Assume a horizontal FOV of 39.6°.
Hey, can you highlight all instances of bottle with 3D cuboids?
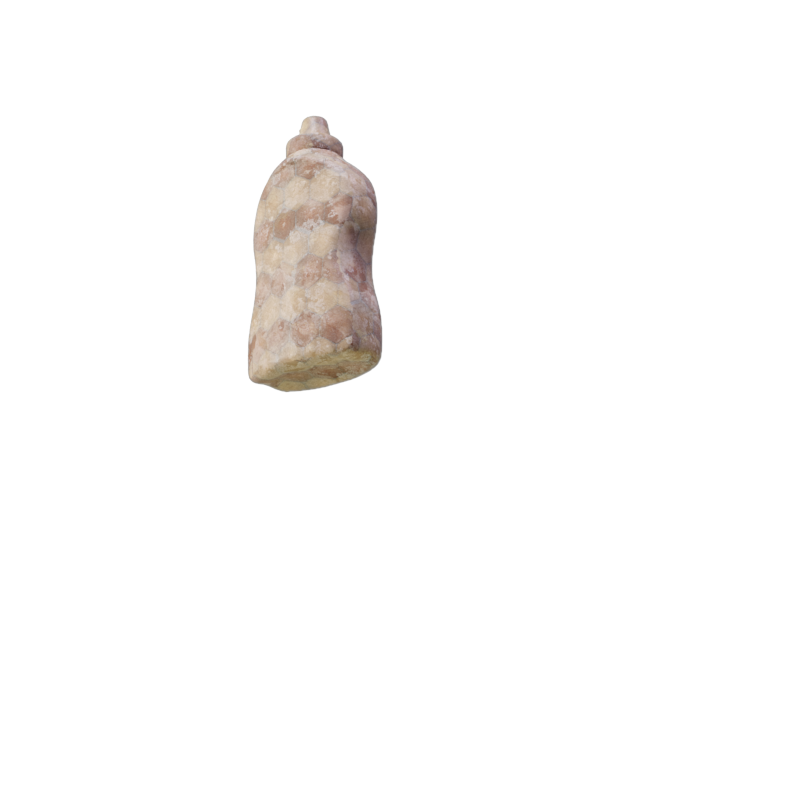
[{"bbox_3d":[-0.059,-0.108,0.756,0.097,0.202,0.055,-20,-29,38],"label":"bottle"}]
